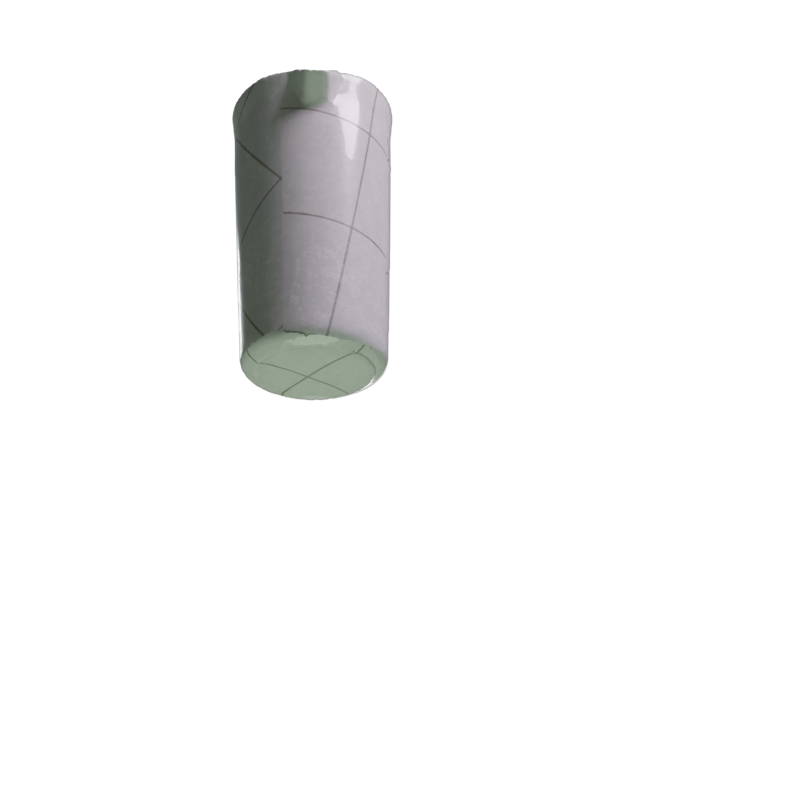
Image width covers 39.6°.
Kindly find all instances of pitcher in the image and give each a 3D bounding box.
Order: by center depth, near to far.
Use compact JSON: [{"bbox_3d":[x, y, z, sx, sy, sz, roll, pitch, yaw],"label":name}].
[{"bbox_3d":[-0.068,-0.124,0.871,0.146,0.259,0.139,-23,-36,32],"label":"pitcher"}]
